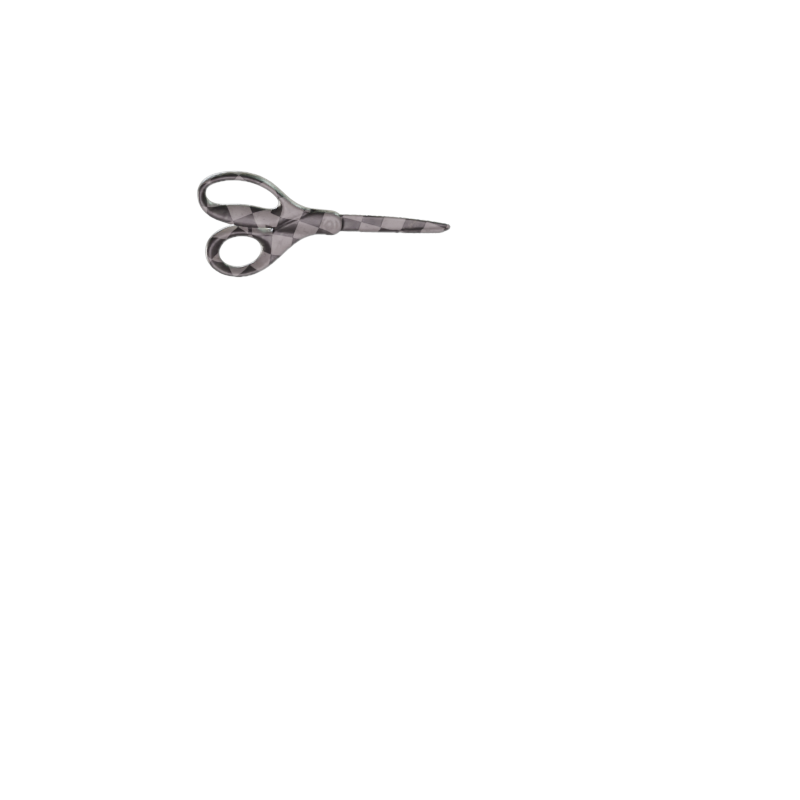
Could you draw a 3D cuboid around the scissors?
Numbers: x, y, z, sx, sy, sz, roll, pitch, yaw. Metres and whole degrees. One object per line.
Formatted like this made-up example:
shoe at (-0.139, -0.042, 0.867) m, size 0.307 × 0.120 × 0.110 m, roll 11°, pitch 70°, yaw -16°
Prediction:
scissors at (-0.070, -0.128, 0.894) m, size 0.199 × 0.093 × 0.017 m, roll 17°, pitch 22°, yaw -7°
